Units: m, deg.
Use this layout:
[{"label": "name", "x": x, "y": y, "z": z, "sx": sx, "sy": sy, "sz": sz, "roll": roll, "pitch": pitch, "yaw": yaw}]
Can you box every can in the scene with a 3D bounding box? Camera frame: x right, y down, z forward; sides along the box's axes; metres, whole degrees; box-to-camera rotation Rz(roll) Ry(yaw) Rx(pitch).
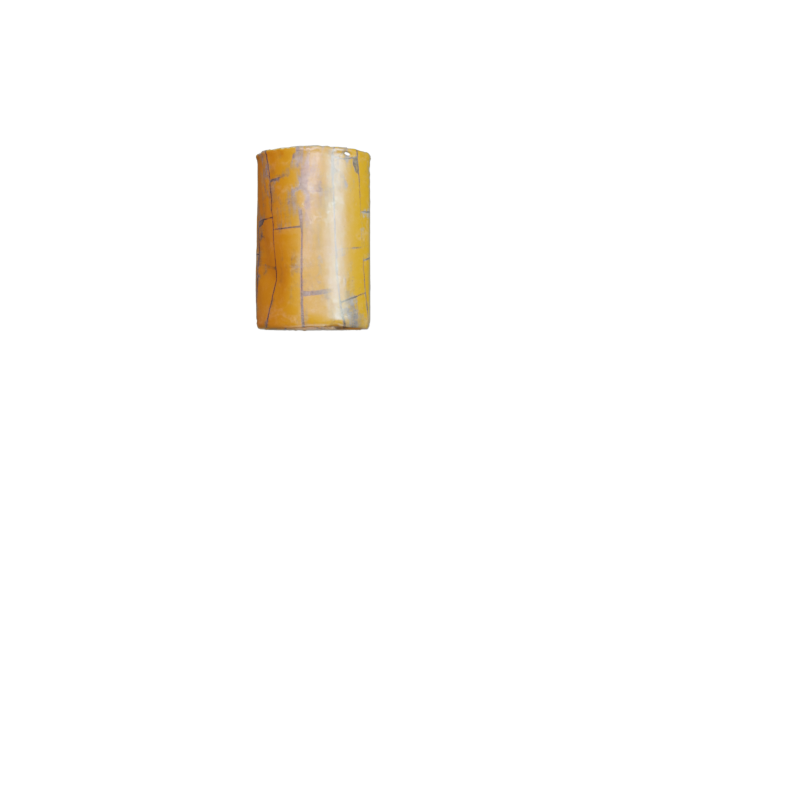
[{"label": "can", "x": -0.051, "y": -0.092, "z": 0.648, "sx": 0.068, "sy": 0.104, "sz": 0.068, "roll": 0, "pitch": -4, "yaw": -2}]
